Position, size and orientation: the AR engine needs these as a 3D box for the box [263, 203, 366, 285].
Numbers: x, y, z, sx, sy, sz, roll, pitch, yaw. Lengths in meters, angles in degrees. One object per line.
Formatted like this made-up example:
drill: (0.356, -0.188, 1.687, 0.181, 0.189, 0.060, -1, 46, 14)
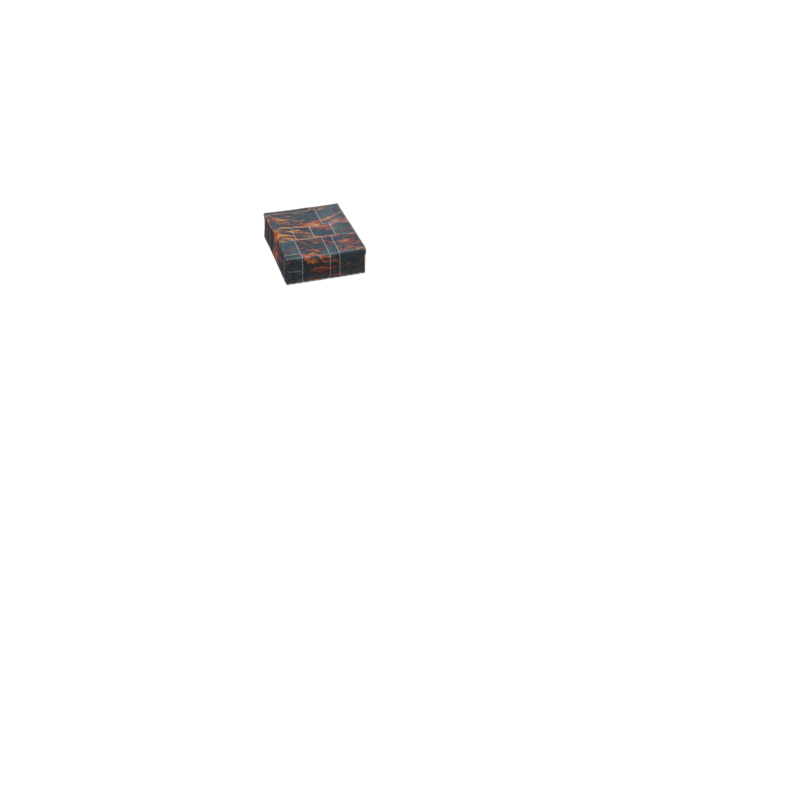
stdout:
box: (-0.078, -0.143, 0.999, 0.072, 0.028, 0.096, -10, 38, -14)
